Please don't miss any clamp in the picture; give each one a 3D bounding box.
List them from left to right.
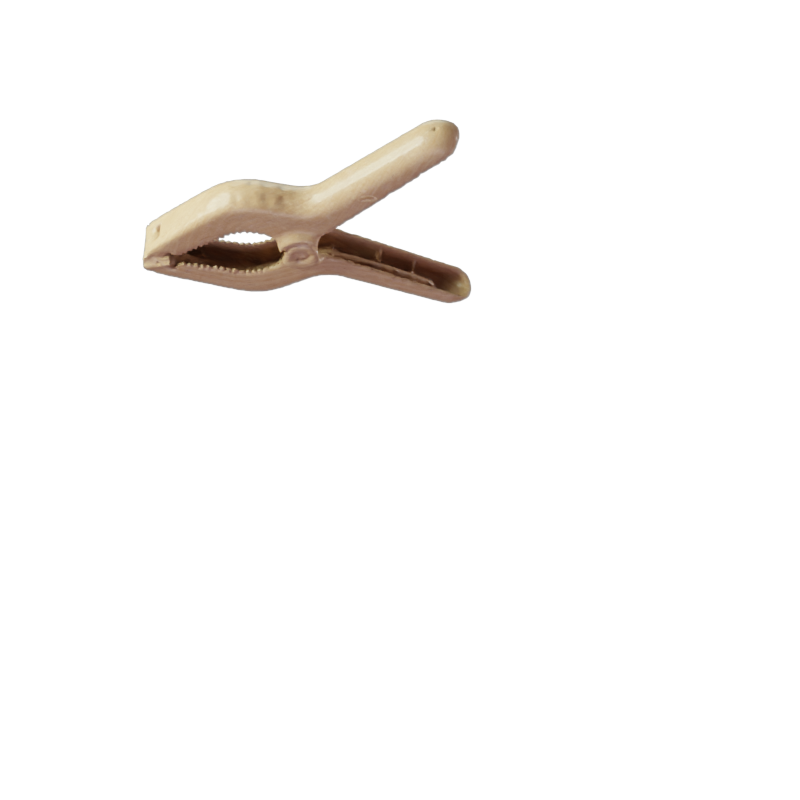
[{"bbox_3d":[-0.054,-0.099,0.695,0.212,0.039,0.152,-8,-33,12],"label":"clamp"}]
